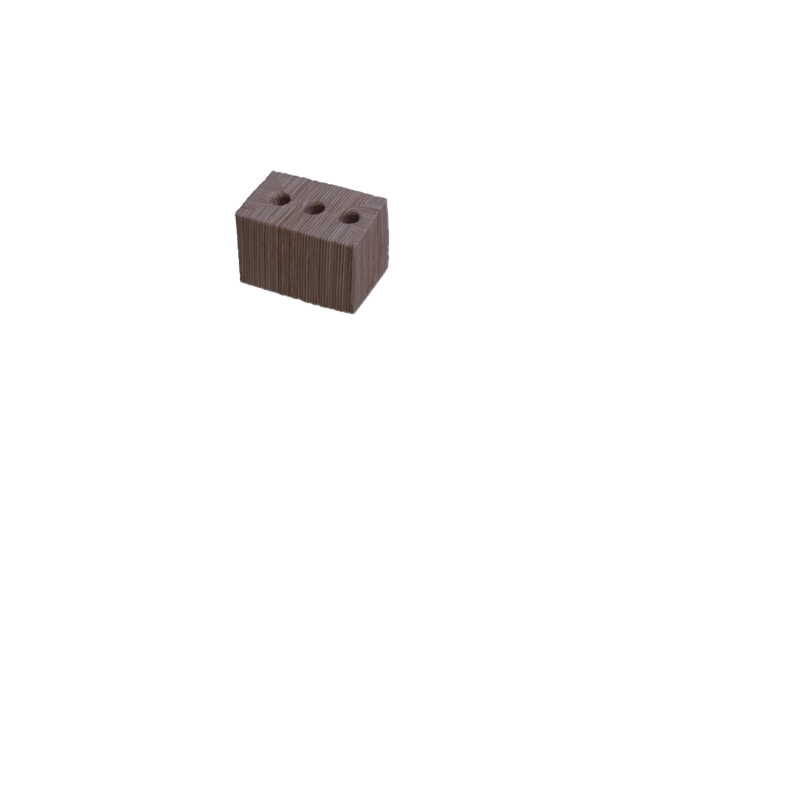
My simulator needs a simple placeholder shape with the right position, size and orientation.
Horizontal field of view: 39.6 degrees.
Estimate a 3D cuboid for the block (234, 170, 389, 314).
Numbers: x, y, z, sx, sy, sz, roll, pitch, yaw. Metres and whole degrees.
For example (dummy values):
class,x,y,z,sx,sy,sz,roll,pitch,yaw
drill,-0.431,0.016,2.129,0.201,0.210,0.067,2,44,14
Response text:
class,x,y,z,sx,sy,sz,roll,pitch,yaw
block,-0.051,-0.093,0.654,0.081,0.048,0.055,16,42,17
